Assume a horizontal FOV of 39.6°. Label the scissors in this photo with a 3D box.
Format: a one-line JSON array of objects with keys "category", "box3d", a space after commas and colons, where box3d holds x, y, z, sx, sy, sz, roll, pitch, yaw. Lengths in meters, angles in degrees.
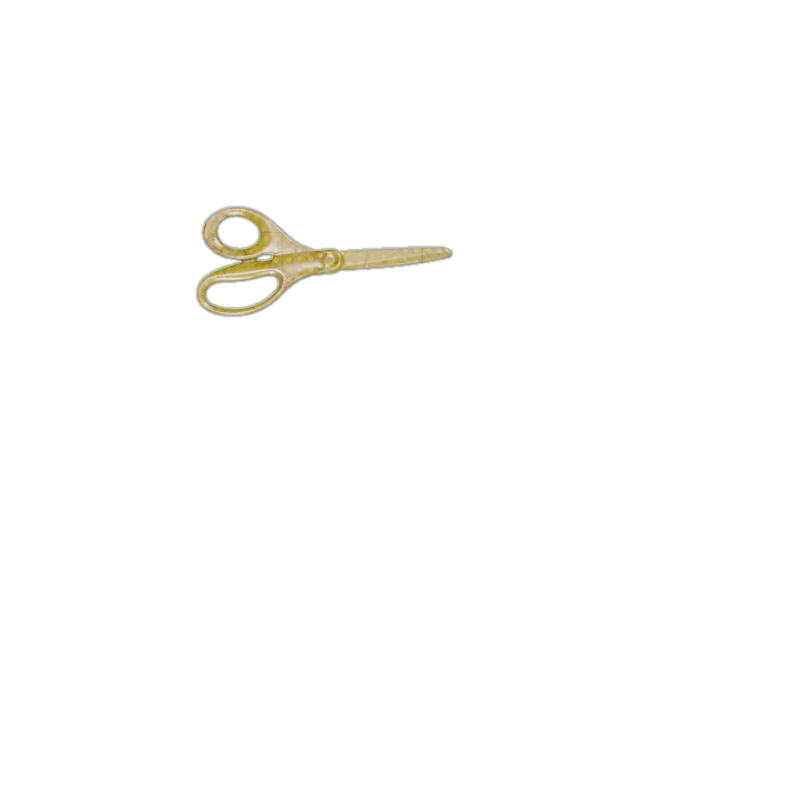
[{"category": "scissors", "box3d": [-0.069, -0.126, 0.881, 0.201, 0.099, 0.015, -20, -11, -4]}]
